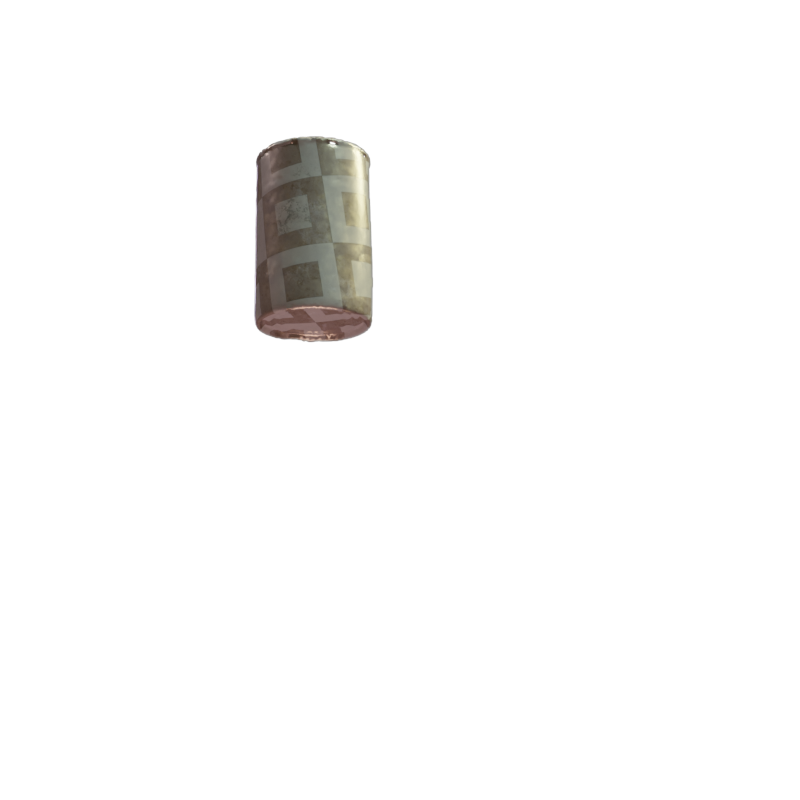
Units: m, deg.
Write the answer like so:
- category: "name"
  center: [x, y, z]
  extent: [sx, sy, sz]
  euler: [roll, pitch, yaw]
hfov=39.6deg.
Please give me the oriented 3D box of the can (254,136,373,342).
- category: "can"
  center: [-0.050, -0.091, 0.638]
  extent: [0.068, 0.107, 0.066]
  euler: [0, -19, -2]
